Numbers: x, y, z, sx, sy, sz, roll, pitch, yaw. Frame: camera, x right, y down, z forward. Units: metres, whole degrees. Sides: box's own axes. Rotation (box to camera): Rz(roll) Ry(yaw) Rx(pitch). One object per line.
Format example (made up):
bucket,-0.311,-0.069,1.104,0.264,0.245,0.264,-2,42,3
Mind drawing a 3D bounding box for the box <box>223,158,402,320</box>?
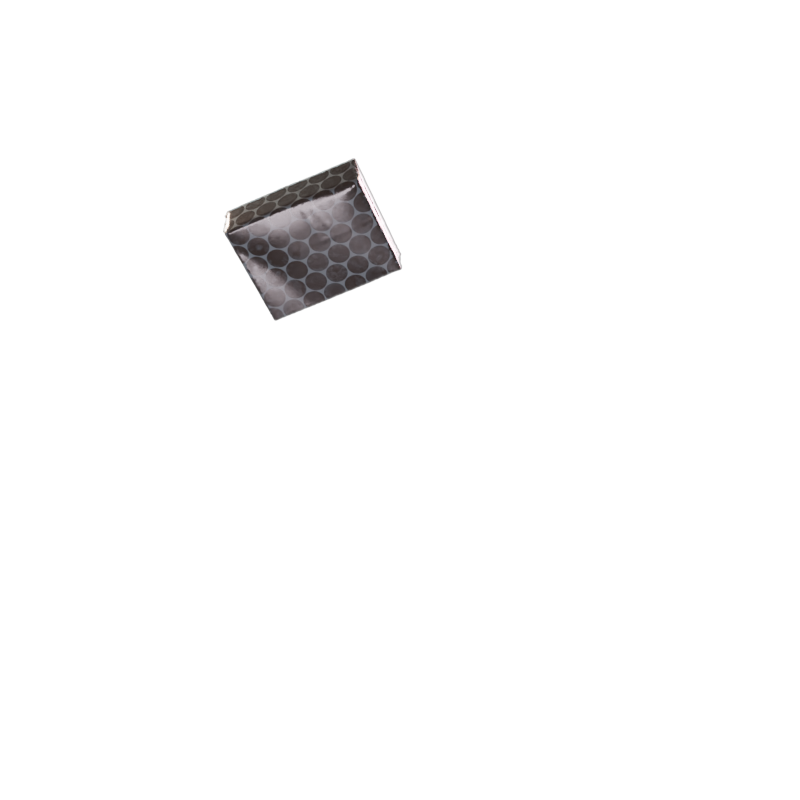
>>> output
box,-0.067,-0.122,0.855,0.114,0.084,0.041,-20,32,12
